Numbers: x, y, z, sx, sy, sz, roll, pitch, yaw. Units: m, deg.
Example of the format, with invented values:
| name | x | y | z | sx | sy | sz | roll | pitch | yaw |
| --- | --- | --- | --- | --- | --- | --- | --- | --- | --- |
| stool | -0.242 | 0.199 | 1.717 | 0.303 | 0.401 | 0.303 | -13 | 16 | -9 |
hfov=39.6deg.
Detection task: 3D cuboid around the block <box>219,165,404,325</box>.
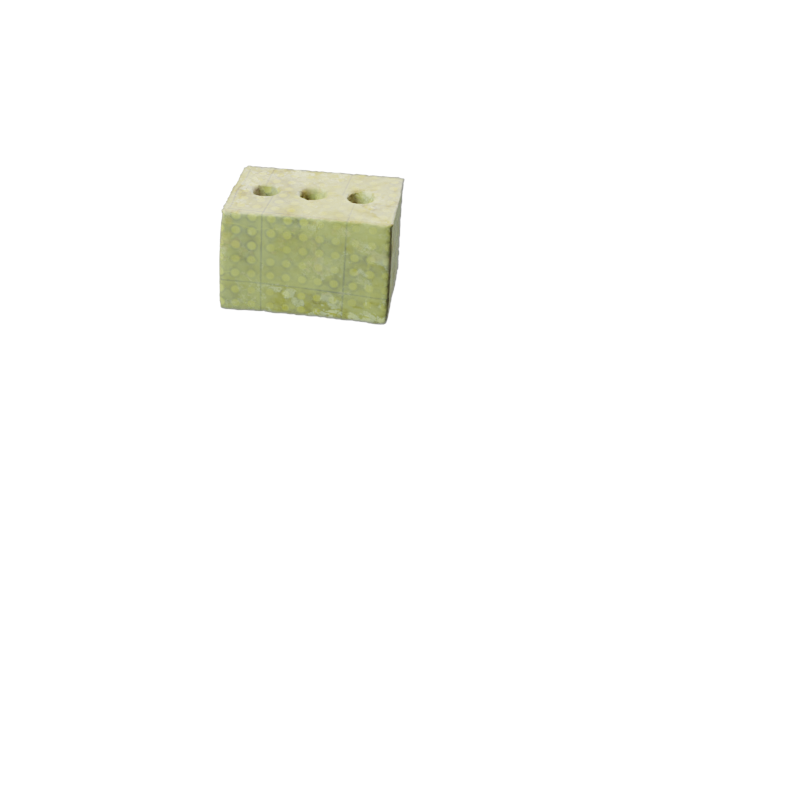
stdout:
| name | x | y | z | sx | sy | sz | roll | pitch | yaw |
| --- | --- | --- | --- | --- | --- | --- | --- | --- | --- |
| block | -0.040 | -0.073 | 0.510 | 0.079 | 0.048 | 0.055 | 5 | 33 | 7 |
